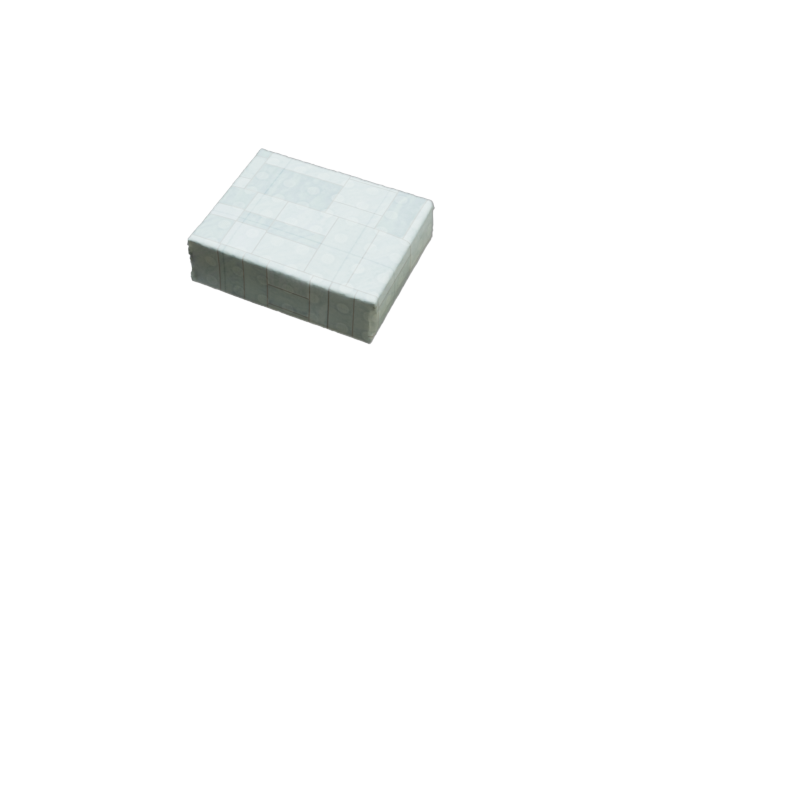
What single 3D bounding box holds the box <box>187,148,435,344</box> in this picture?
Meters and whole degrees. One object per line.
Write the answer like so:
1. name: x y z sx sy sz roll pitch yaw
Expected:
1. box: -0.049 -0.089 0.620 0.117 0.036 0.093 17 48 16
